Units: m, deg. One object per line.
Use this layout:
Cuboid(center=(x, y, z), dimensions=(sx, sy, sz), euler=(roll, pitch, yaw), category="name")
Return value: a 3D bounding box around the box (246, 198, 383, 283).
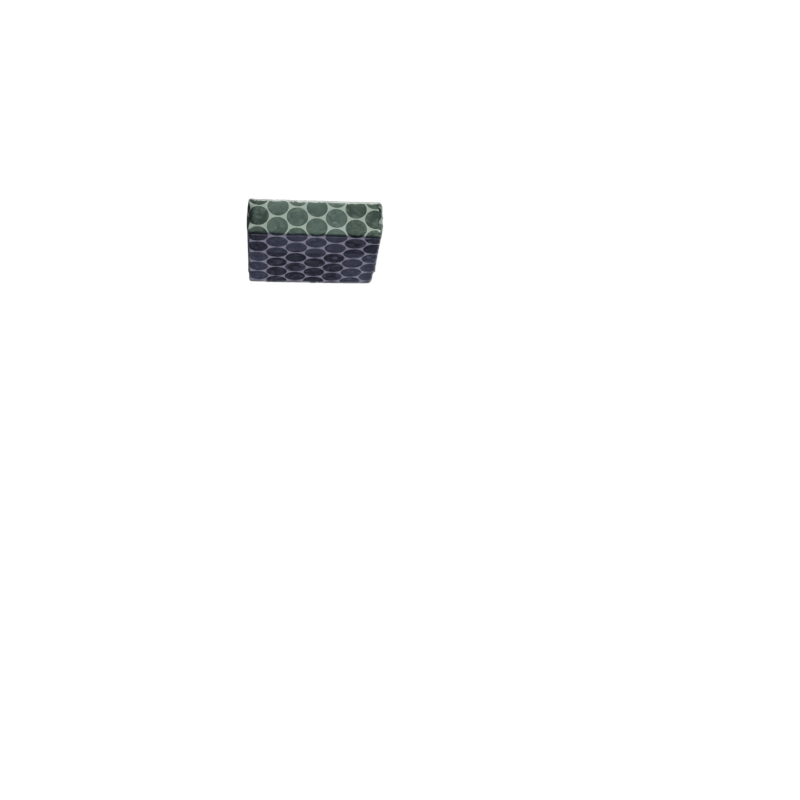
Cuboid(center=(-0.059, -0.107, 0.750), dimensions=(0.089, 0.032, 0.070), euler=(1, -21, -3), category="box")
